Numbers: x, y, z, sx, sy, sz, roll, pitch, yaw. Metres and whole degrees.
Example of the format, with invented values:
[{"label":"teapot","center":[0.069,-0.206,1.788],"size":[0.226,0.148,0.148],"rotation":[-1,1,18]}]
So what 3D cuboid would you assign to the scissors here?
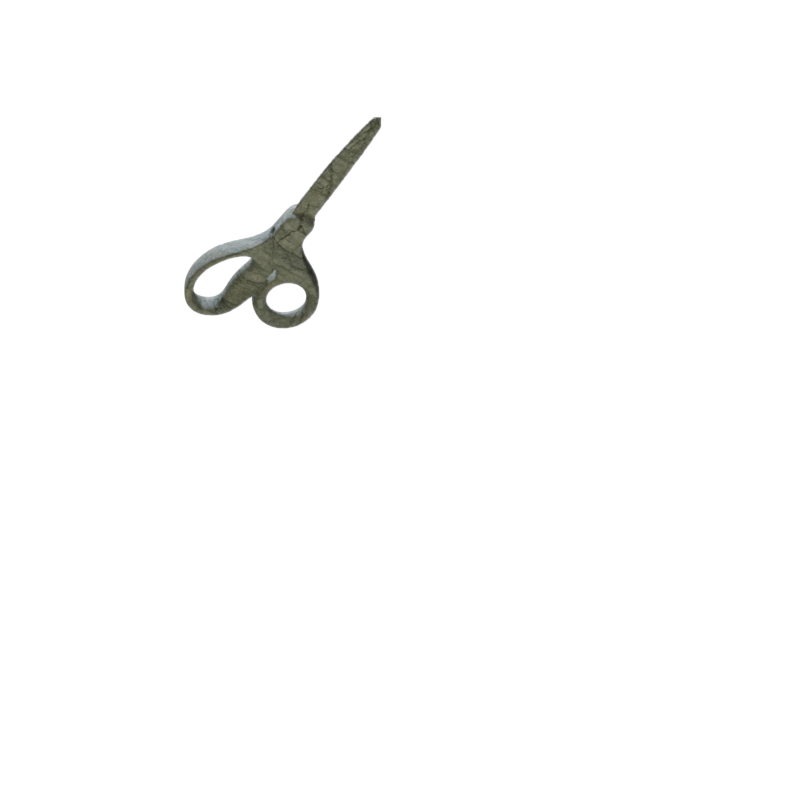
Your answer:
[{"label":"scissors","center":[-0.054,-0.098,0.689],"size":[0.201,0.017,0.090],"rotation":[-29,-45,34]}]
